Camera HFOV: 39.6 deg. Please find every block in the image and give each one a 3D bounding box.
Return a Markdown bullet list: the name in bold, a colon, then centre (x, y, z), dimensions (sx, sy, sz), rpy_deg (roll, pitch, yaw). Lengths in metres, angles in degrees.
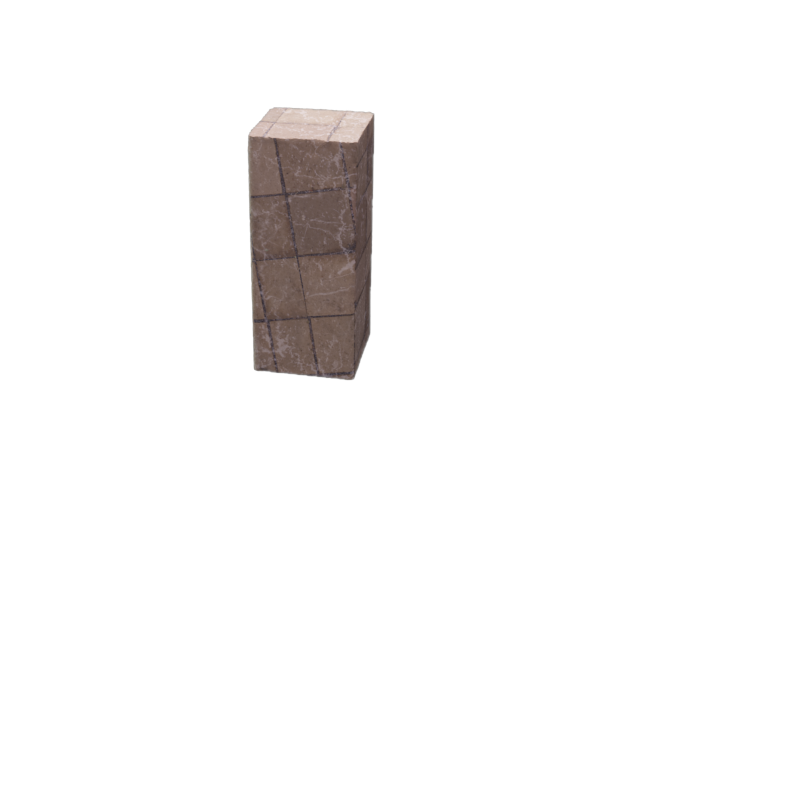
- **block**: centre (-0.073, -0.133, 0.929), dimensions (0.091, 0.196, 0.094), rpy_deg (5, 25, 7)
